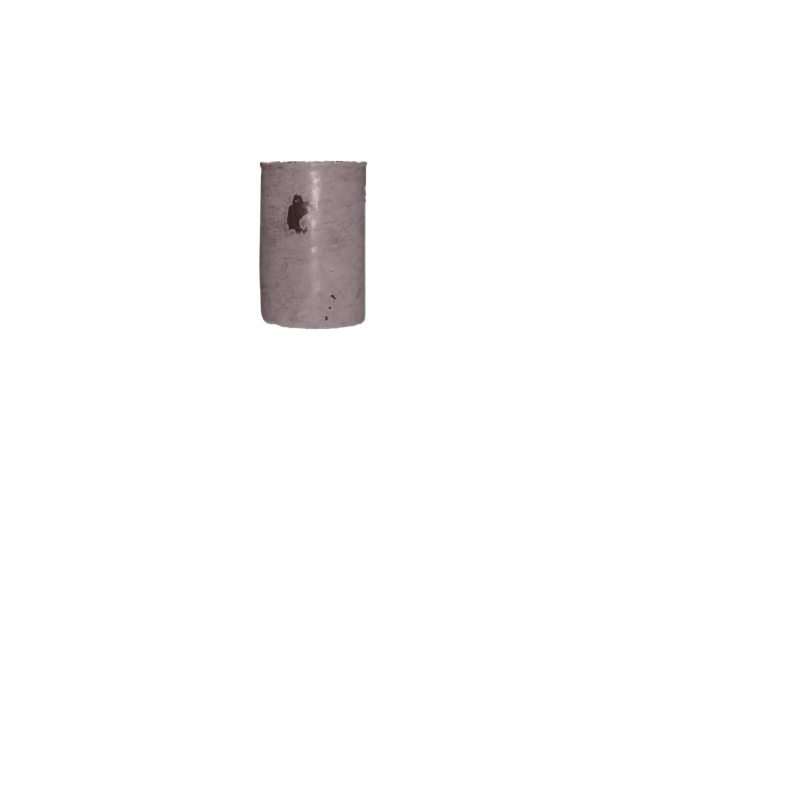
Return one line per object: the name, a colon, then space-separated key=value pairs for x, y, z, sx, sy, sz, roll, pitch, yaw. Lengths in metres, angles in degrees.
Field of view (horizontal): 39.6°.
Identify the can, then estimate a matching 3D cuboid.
can: x=-0.055 y=-0.100 z=0.703 sx=0.068 sy=0.101 sz=0.070 roll=0 pitch=7 yaw=-2
